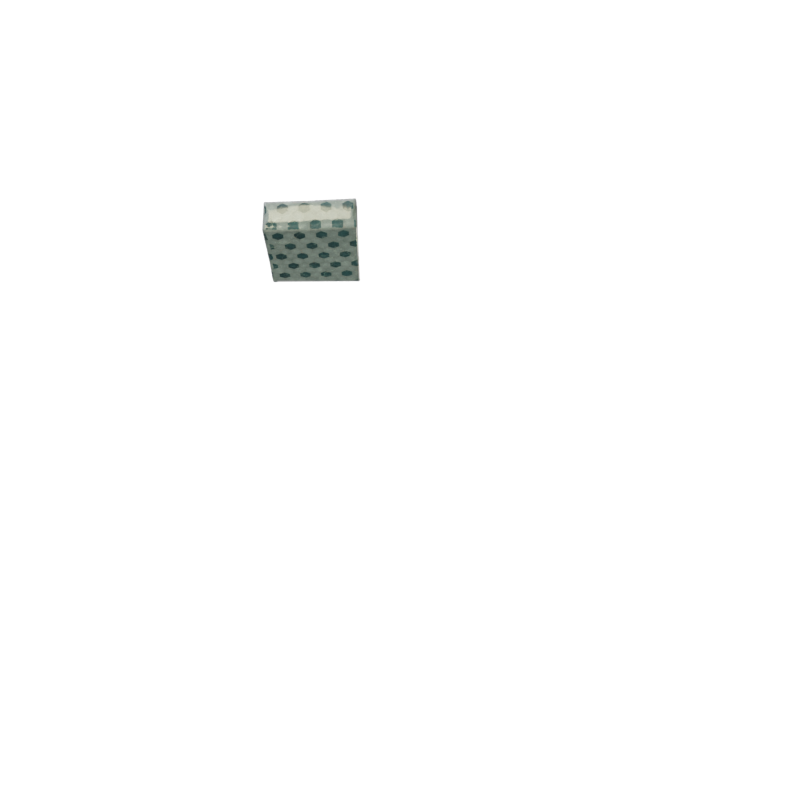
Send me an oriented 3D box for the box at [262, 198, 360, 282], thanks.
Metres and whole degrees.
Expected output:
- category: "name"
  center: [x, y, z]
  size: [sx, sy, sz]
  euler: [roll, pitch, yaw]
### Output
- category: "box"
  center: [-0.070, -0.127, 0.892]
  size: [0.073, 0.032, 0.084]
  euler: [-1, -24, 1]
